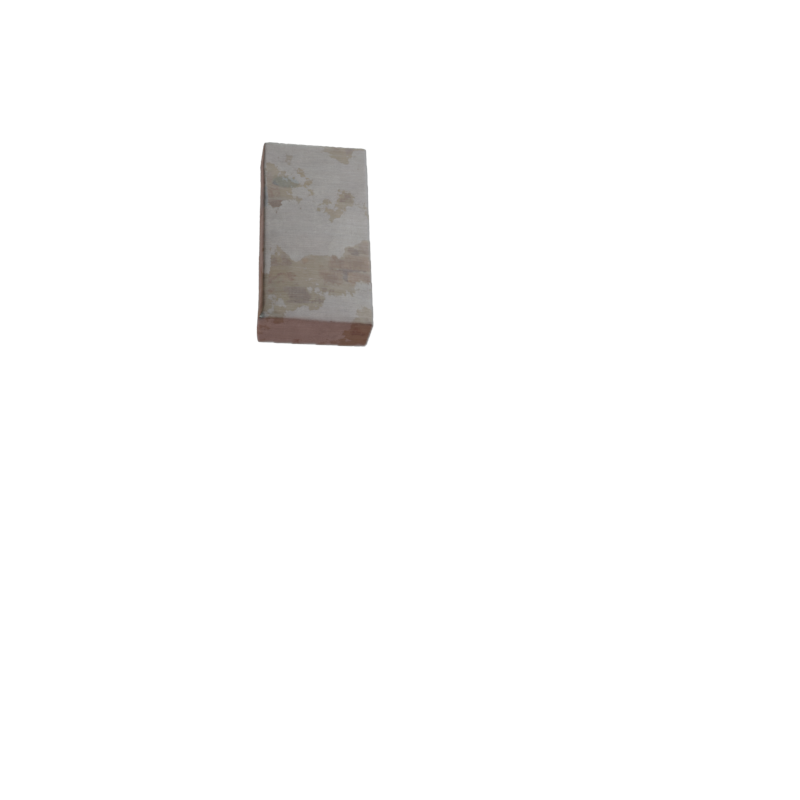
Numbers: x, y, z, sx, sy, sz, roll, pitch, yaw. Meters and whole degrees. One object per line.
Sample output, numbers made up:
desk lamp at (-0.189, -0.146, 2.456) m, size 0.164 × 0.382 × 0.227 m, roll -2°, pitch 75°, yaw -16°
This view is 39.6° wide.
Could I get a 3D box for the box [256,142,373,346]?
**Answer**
box at (-0.073, -0.133, 0.935) m, size 0.092 × 0.188 × 0.045 m, roll 2°, pitch -32°, yaw -7°
